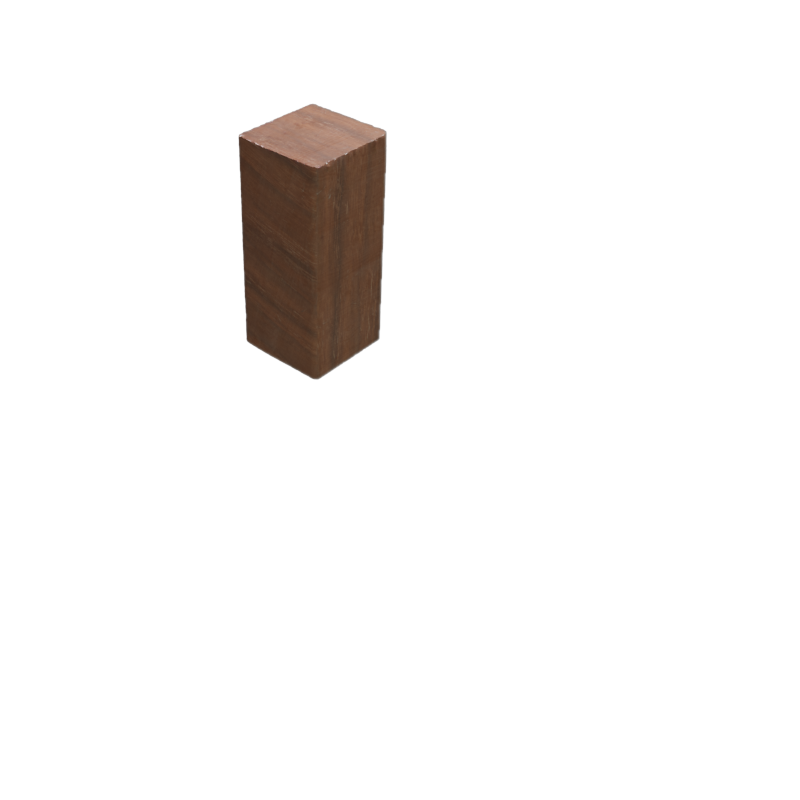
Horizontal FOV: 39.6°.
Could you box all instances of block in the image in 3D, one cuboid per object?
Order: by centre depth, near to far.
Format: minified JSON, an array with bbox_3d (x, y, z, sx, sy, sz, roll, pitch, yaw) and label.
[{"bbox_3d":[-0.074,-0.136,0.952,0.096,0.193,0.091,27,41,33],"label":"block"}]
